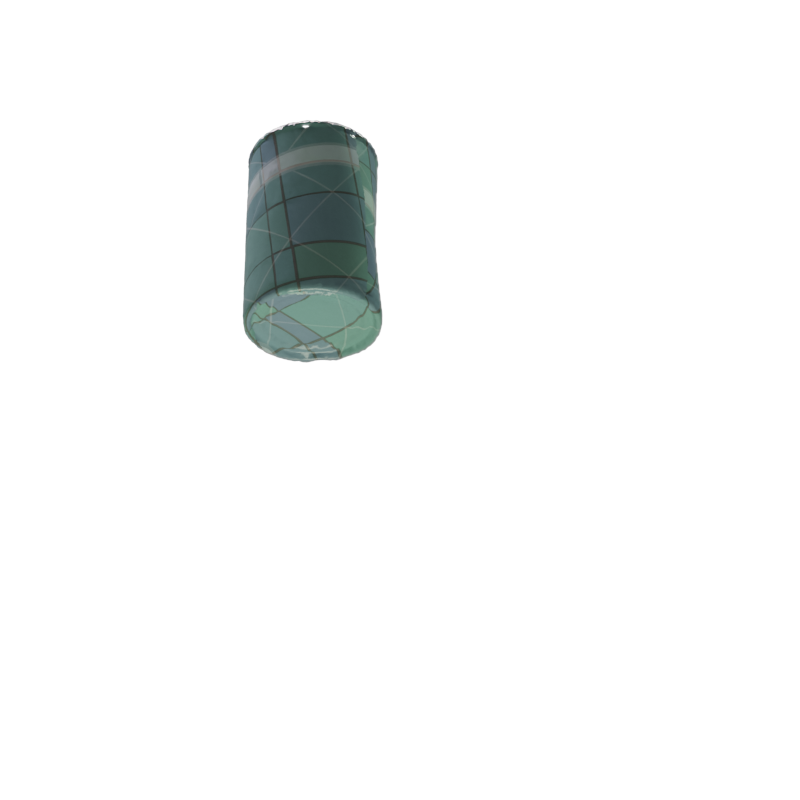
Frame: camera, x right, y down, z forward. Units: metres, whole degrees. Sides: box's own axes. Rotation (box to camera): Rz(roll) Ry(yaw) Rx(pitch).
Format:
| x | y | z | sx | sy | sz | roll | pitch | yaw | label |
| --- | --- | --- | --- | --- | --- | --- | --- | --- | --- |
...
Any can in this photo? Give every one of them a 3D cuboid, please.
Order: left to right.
| x | y | z | sx | sy | sz | roll | pitch | yaw | label |
| --- | --- | --- | --- | --- | --- | --- | --- | --- | --- |
| -0.043 | -0.079 | 0.550 | 0.068 | 0.109 | 0.064 | -1 | -34 | -2 | can |
